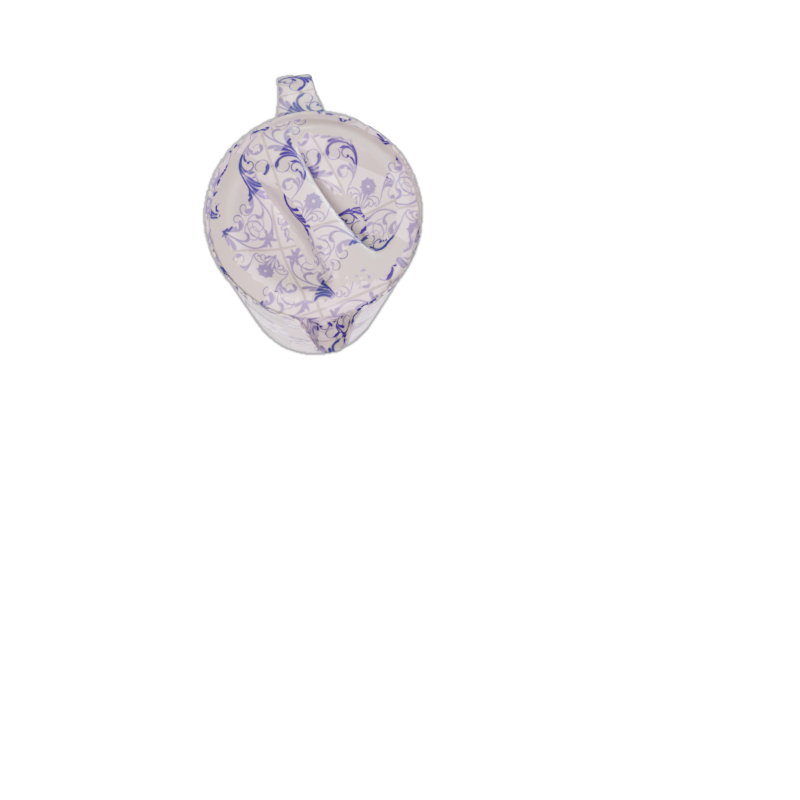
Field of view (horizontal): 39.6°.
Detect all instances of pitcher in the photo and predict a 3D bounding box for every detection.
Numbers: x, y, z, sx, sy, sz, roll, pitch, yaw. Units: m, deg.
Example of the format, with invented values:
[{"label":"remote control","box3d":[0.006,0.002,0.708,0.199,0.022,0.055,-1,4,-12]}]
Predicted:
[{"label":"pitcher","box3d":[-0.062,-0.113,0.789,0.147,0.151,0.237,36,-9,2]}]
